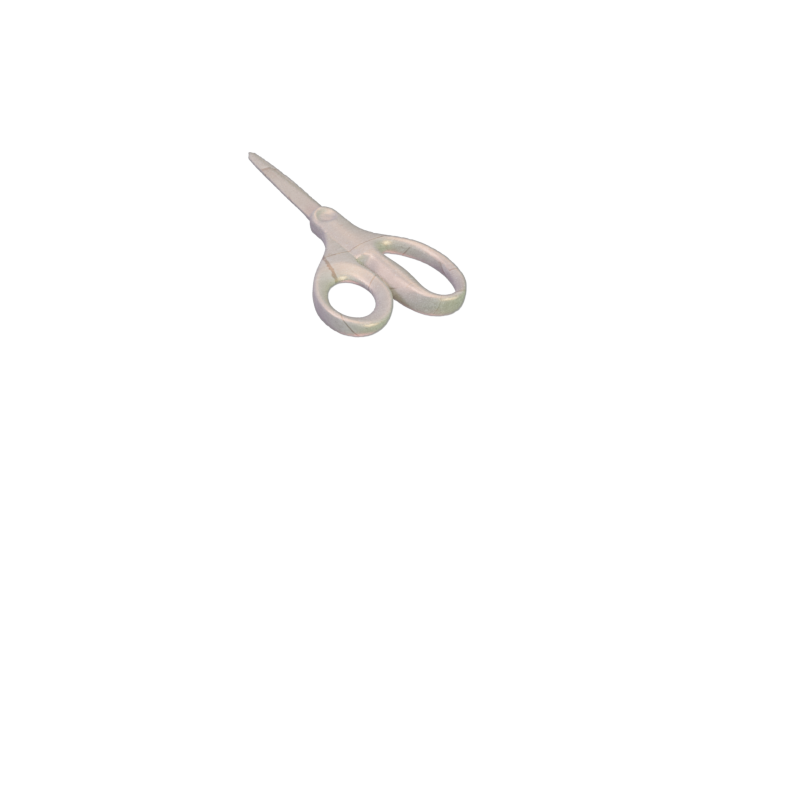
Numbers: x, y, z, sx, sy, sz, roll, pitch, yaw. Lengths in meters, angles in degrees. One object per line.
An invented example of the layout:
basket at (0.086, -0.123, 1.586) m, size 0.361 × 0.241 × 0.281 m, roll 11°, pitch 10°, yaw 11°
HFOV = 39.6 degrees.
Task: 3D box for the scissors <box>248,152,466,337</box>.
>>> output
scissors at (-0.053, -0.096, 0.675) m, size 0.215 × 0.015 × 0.097 m, roll 31°, pitch 50°, yaw 31°
